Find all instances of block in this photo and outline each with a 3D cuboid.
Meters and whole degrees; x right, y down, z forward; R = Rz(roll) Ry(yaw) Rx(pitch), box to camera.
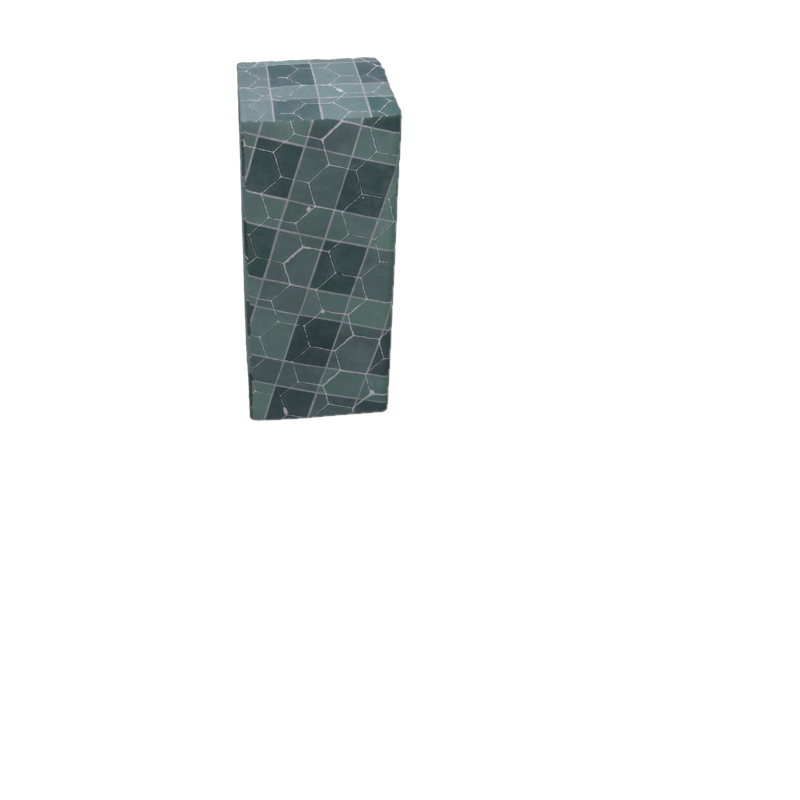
[{"bbox_3d":[-0.053,-0.098,0.687,0.089,0.194,0.097,-3,33,-8],"label":"block"}]
